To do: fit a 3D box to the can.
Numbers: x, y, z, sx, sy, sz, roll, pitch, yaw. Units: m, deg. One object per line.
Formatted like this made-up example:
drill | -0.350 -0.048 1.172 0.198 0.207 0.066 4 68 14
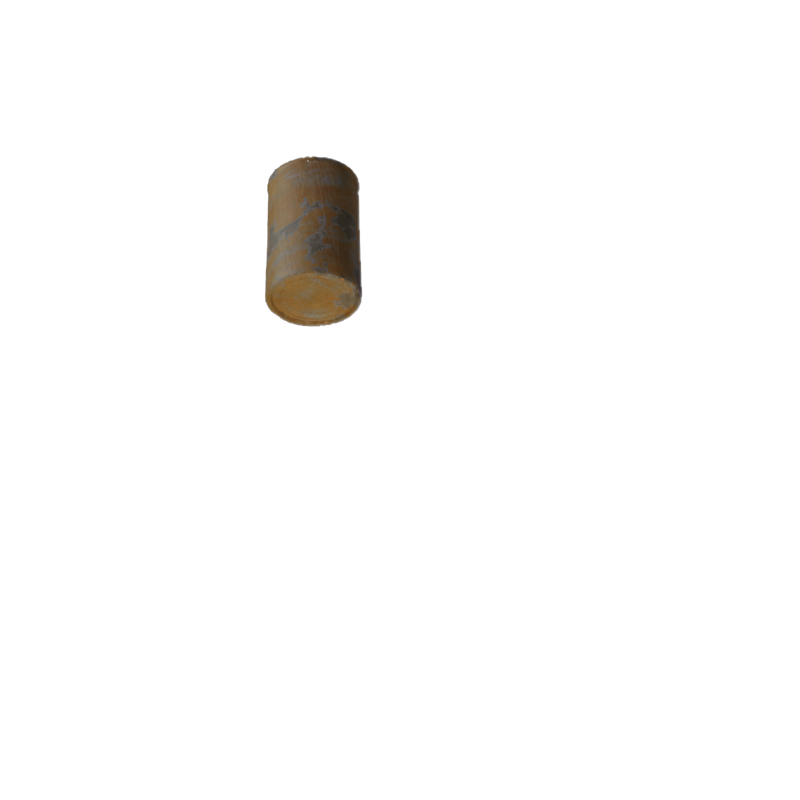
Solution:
can | -0.061 -0.112 0.783 0.068 0.109 0.064 -1 -34 -2
